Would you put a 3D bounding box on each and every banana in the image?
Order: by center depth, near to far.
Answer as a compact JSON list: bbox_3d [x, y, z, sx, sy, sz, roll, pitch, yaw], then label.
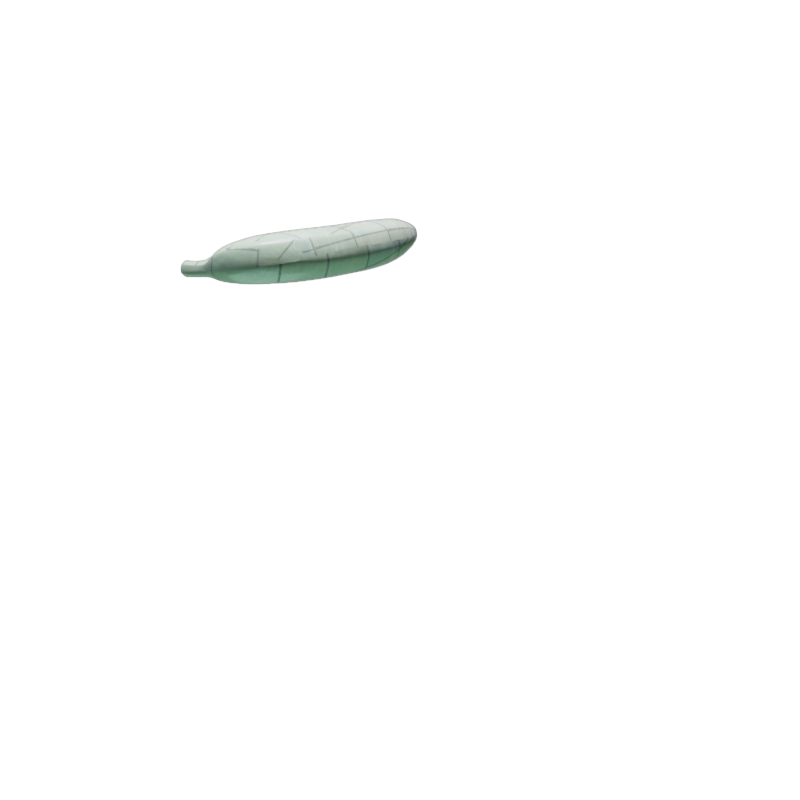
[{"bbox_3d":[-0.059,-0.113,0.822,0.193,0.035,0.074,-11,22,-27],"label":"banana"}]
